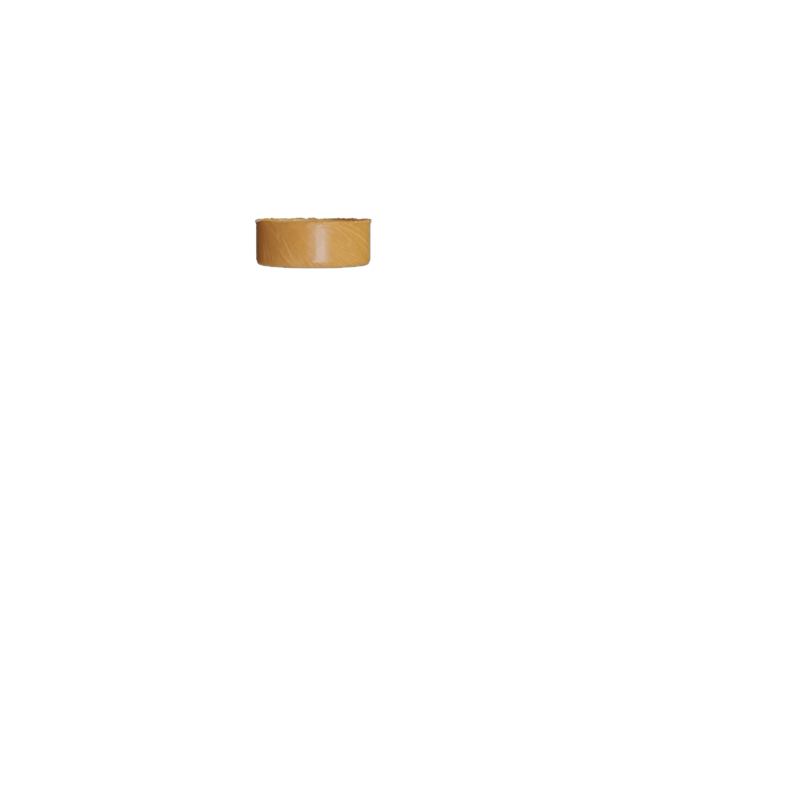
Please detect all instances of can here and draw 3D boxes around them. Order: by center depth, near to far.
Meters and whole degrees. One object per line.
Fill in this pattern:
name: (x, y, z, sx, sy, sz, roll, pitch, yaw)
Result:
can: (-0.064, -0.116, 0.815, 0.086, 0.033, 0.087, 0, 10, -2)
